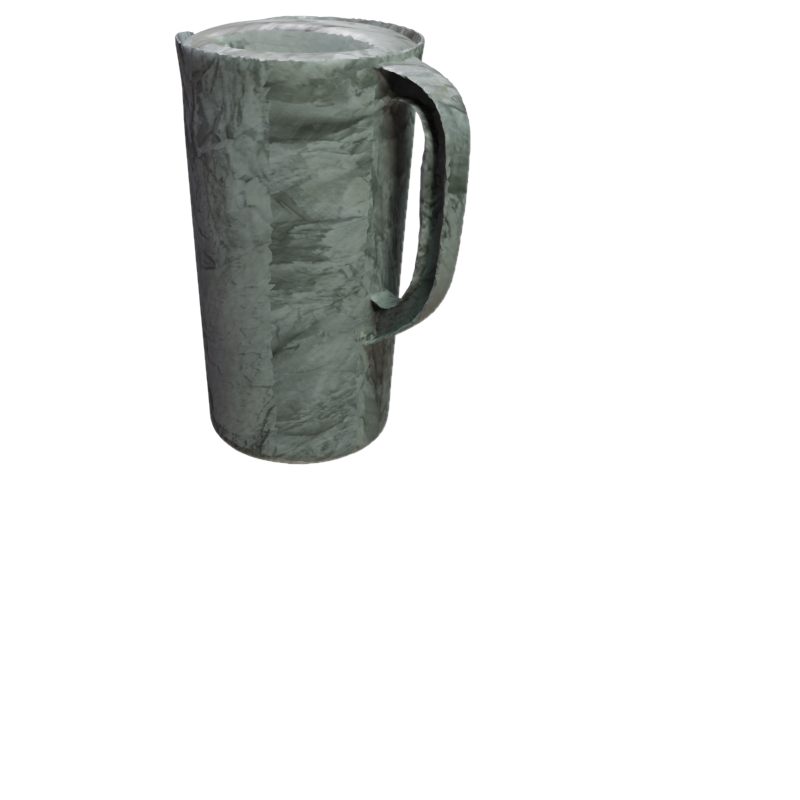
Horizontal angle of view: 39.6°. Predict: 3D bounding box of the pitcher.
[{"bbox_3d":[-0.049,-0.089,0.622,0.144,0.231,0.158,-2,23,-7],"label":"pitcher"}]
